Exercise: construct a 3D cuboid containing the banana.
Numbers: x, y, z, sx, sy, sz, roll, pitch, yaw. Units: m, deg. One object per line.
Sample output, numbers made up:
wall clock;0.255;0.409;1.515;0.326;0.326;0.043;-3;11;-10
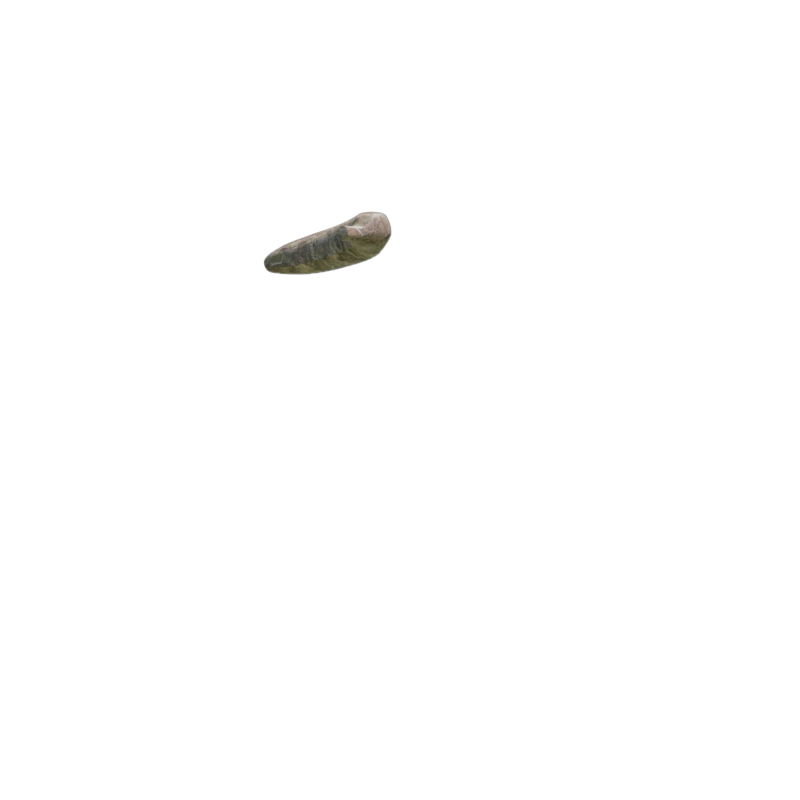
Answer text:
banana;-0.056;-0.136;0.958;0.067;0.037;0.200;2;-4;-24
